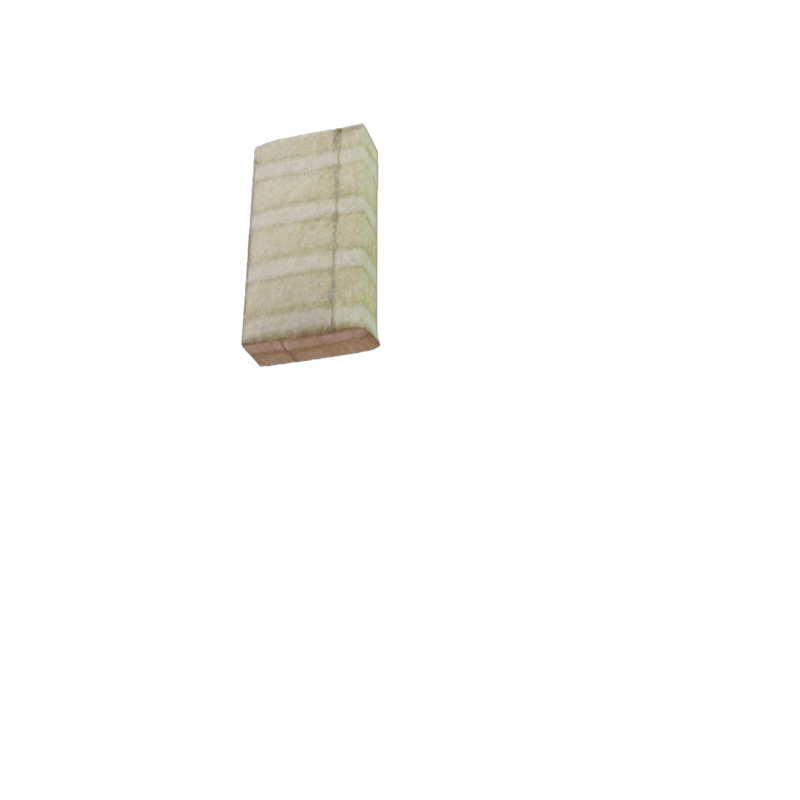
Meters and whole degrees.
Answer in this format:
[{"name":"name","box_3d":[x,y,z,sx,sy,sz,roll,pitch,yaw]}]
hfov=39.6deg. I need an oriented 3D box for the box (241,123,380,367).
[{"name":"box","box_3d":[-0.064,-0.117,0.820,0.095,0.187,0.045,-10,-29,15]}]
